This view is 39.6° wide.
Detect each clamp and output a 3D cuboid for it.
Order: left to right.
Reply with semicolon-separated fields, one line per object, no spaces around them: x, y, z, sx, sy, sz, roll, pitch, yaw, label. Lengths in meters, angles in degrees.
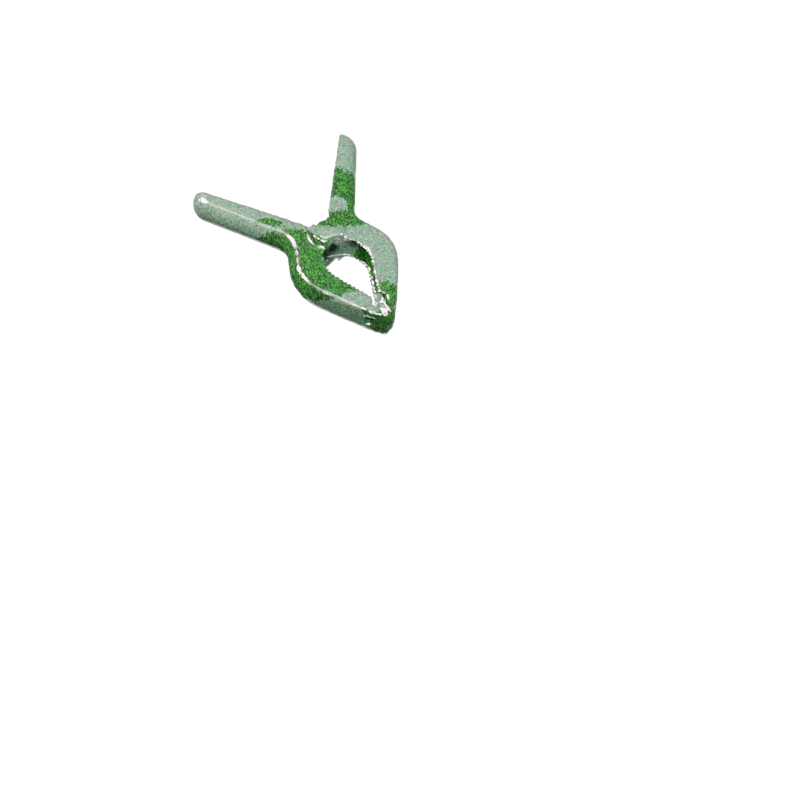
-0.076;-0.138;0.965;0.163;0.226;0.034;-21;-33;-15;clamp
